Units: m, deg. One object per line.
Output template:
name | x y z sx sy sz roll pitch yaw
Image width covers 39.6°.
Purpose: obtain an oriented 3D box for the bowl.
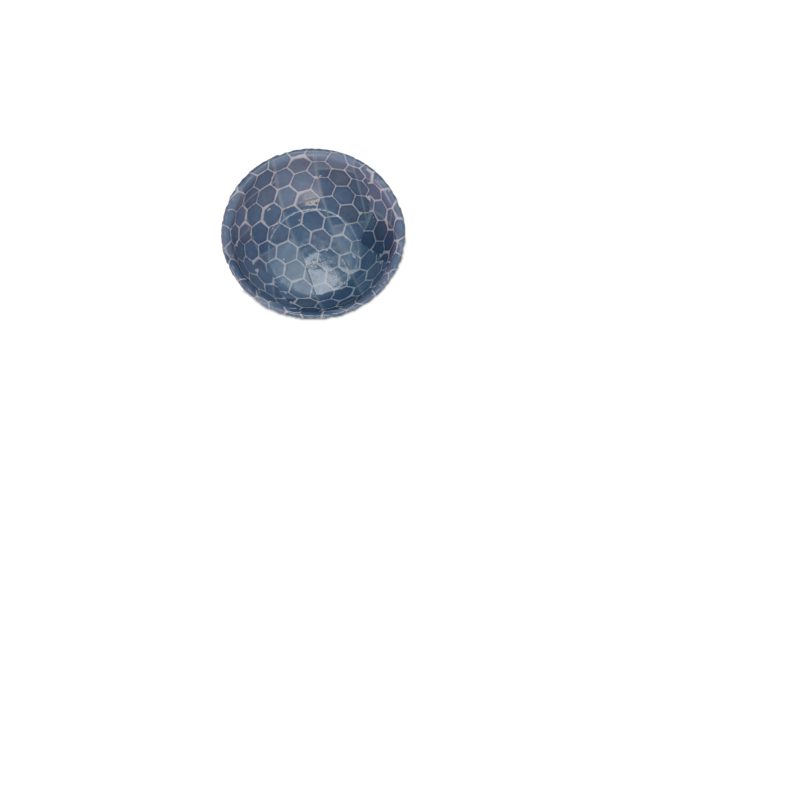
bowl | -0.078 -0.142 0.995 0.162 0.170 0.053 -1 -19 -1
